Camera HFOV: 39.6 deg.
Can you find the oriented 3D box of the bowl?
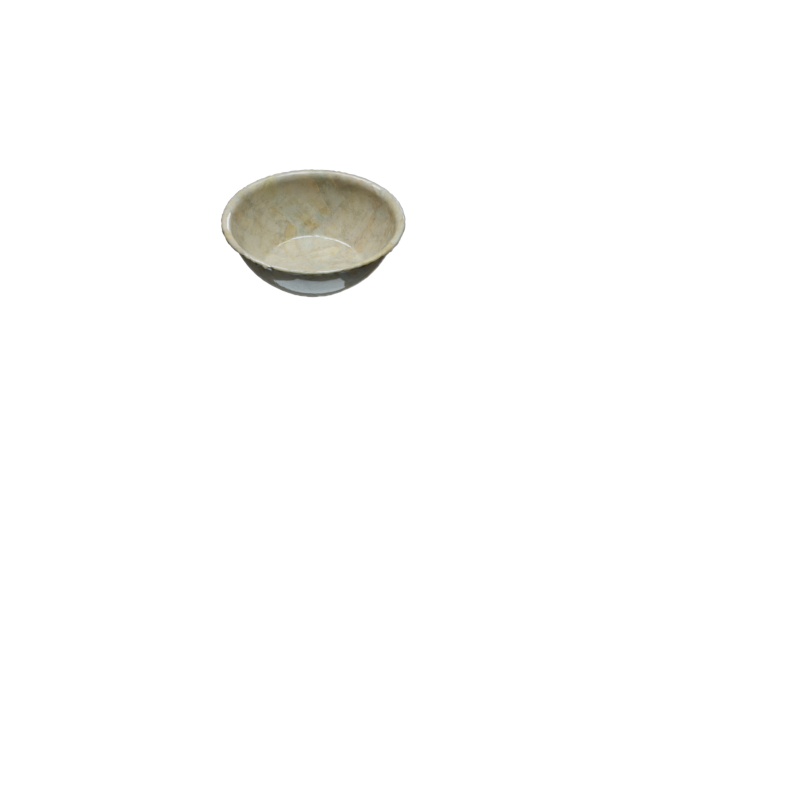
[{"bbox_3d":[-0.077,-0.141,0.985,0.162,0.051,0.174,-1,41,-2],"label":"bowl"}]
